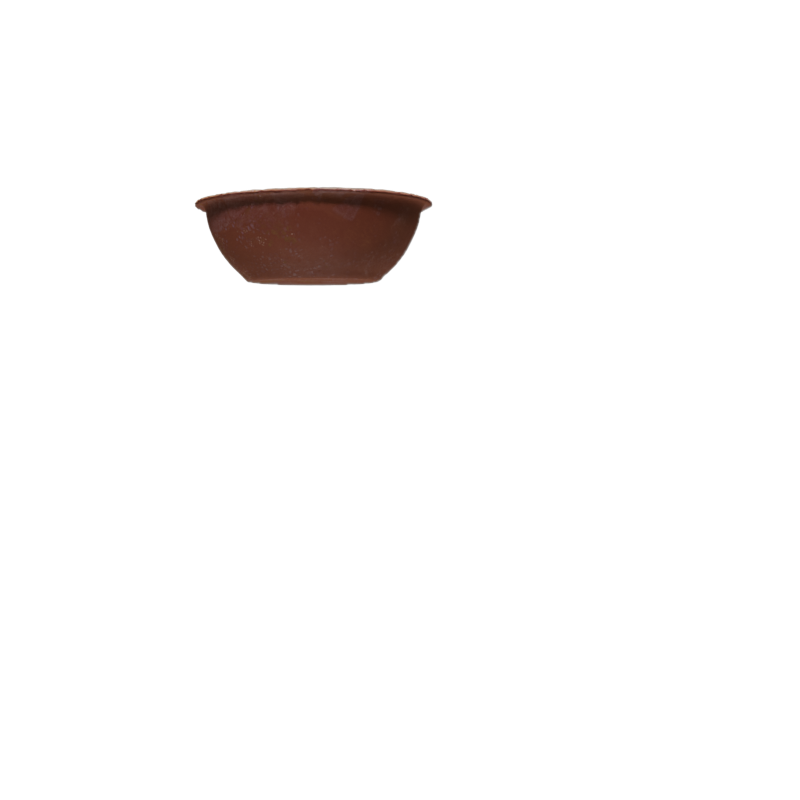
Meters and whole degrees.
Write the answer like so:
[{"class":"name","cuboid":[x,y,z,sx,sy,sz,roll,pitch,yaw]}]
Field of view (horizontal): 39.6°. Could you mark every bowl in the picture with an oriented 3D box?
[{"class":"bowl","cuboid":[-0.059,-0.108,0.755,0.162,0.055,0.162,0,2,-2]}]
